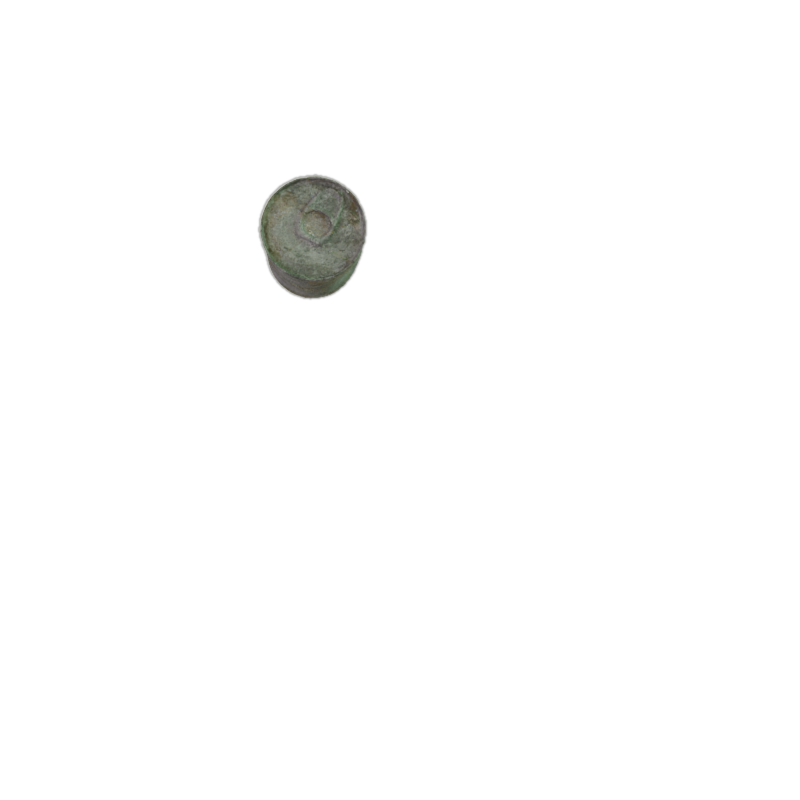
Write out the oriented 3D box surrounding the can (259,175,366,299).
[{"bbox_3d":[-0.059,-0.107,0.753,0.068,0.070,0.101,0,-4,-3],"label":"can"}]
